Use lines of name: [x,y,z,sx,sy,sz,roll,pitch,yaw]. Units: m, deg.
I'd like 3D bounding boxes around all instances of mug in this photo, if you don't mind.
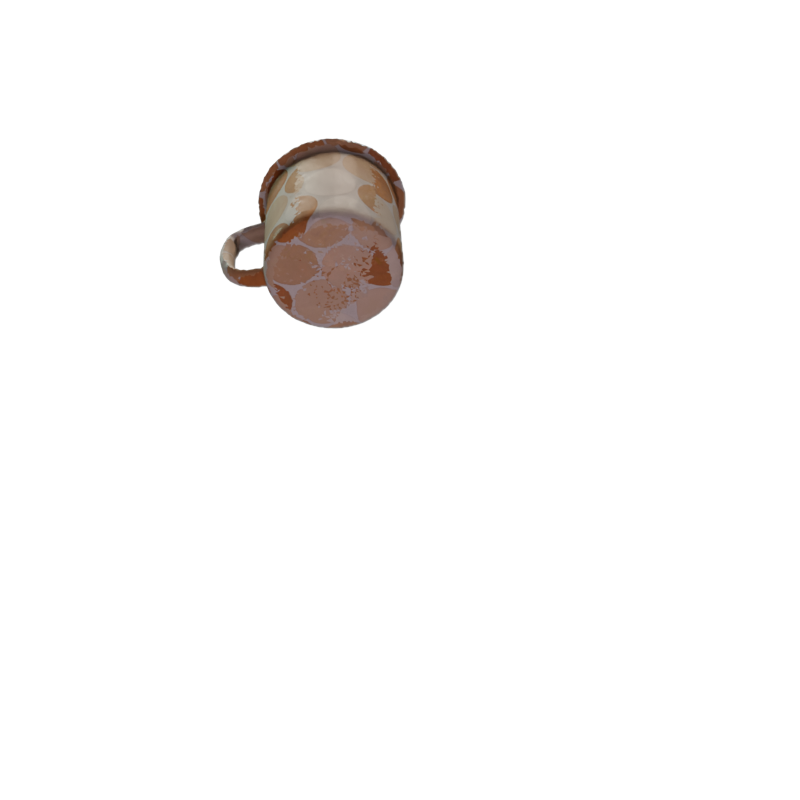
mug: [-0.052,-0.095,0.667,0.118,0.087,0.087,-10,36,6]
